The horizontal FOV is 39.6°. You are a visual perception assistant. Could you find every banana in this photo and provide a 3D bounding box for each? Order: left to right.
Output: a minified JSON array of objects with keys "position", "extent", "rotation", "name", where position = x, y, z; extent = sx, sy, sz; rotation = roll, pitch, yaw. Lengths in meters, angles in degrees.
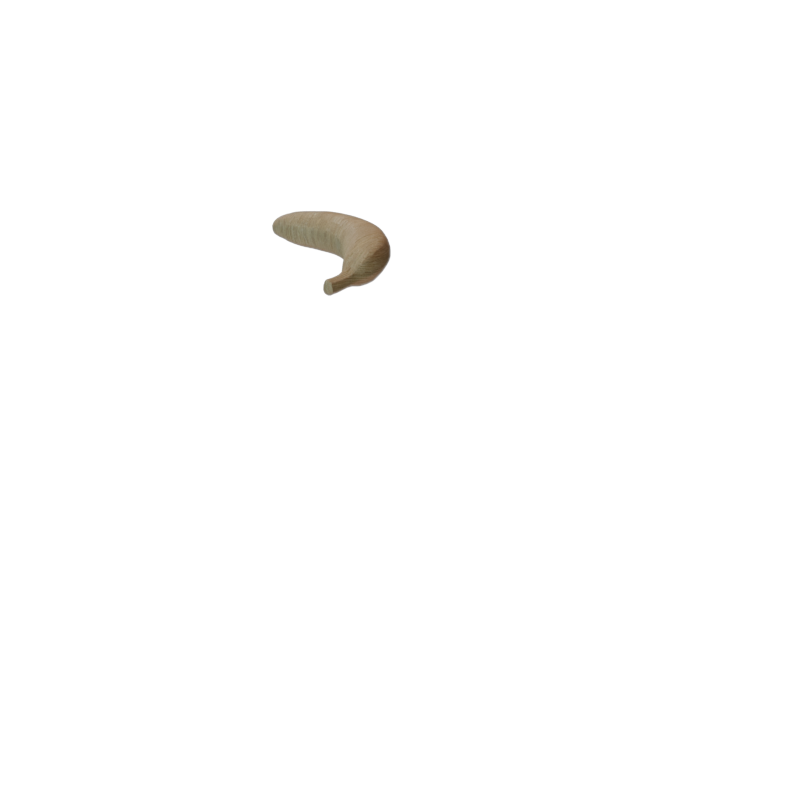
[{"position":[-0.051,-0.128,0.895],"extent":[0.068,0.035,0.209],"rotation":[-5,21,-16],"name":"banana"}]
